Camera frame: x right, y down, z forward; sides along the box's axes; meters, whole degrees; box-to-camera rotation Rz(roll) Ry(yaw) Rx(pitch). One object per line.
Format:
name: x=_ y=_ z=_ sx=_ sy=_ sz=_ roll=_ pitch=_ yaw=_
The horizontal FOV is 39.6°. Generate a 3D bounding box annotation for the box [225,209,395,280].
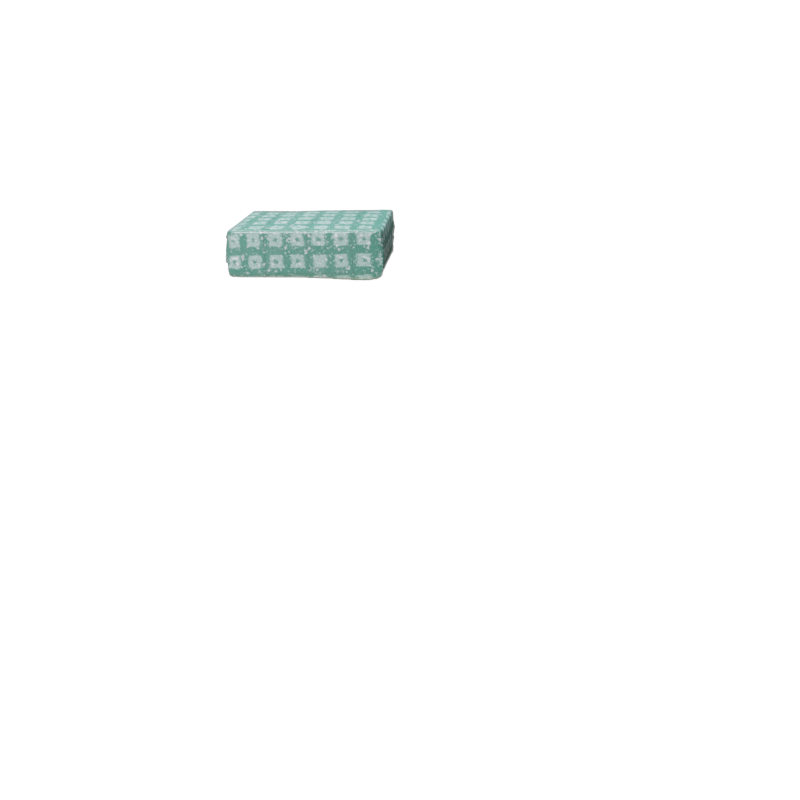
box: x=-0.064 y=-0.117 z=0.816 sx=0.115 sy=0.038 sz=0.092 roll=2 pitch=18 yaw=7
